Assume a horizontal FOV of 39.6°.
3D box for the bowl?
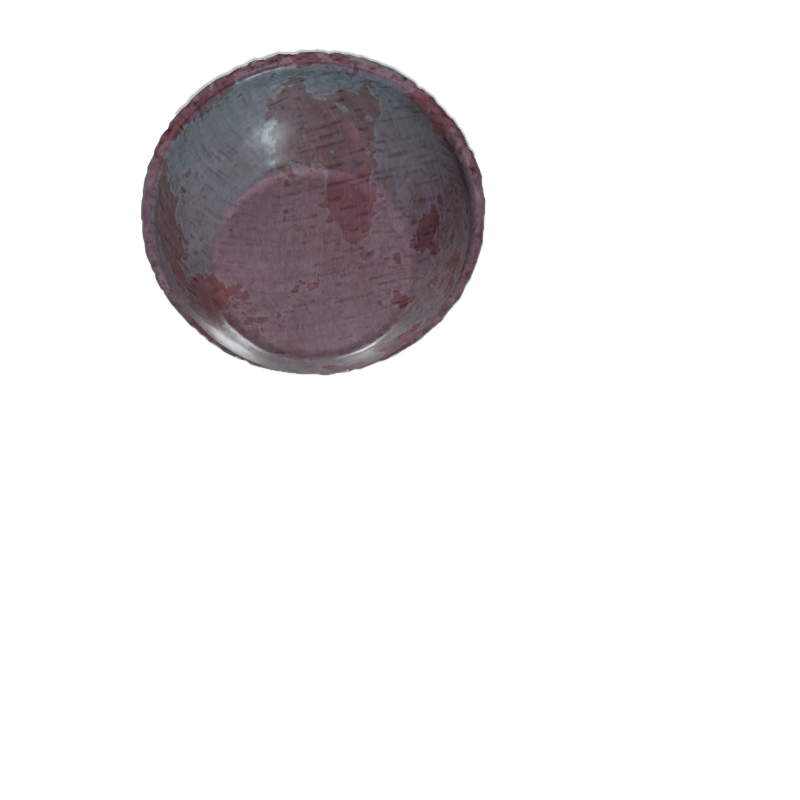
[{"bbox_3d":[-0.039,-0.071,0.496,0.162,0.154,0.058,1,24,-1],"label":"bowl"}]
